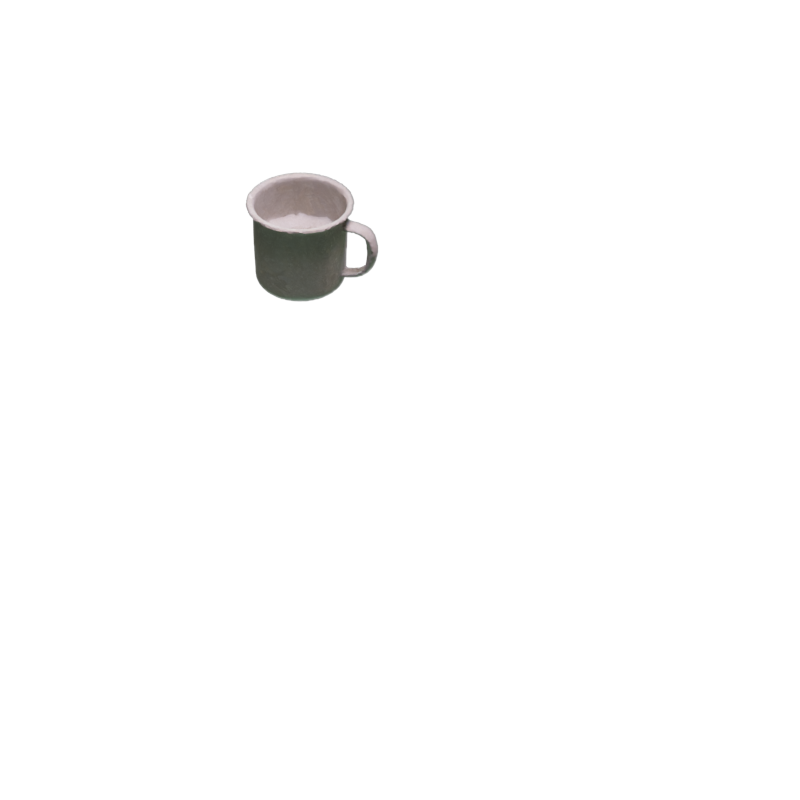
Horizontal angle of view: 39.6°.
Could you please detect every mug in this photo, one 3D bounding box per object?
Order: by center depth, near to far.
[{"bbox_3d":[-0.076,-0.138,0.970,0.120,0.076,0.098,11,41,12],"label":"mug"}]
